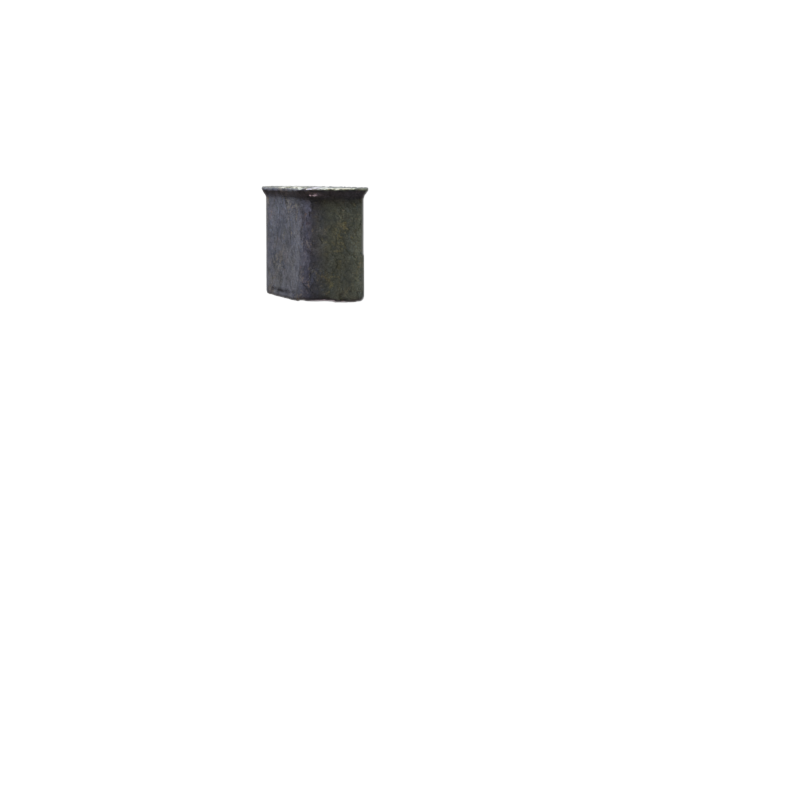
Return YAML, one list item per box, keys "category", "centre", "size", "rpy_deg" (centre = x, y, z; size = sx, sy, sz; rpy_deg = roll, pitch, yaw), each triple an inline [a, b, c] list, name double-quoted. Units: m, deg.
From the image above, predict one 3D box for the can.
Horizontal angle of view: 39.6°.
- category: "can"
  centre: [-0.066, -0.120, 0.839]
  size: [0.056, 0.083, 0.106]
  rpy_deg: [-3, 9, -26]
